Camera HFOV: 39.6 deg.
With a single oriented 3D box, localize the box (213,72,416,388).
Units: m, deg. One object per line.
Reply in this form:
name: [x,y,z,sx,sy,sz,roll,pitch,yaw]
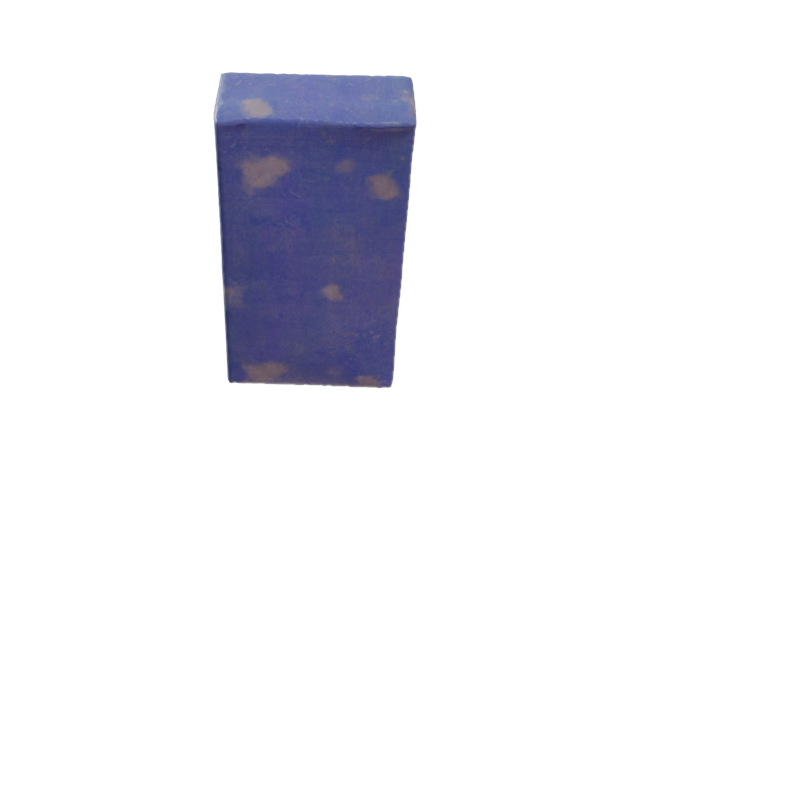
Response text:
box: [-0.044,-0.080,0.560,0.093,0.051,0.164,2,-43,-1]
